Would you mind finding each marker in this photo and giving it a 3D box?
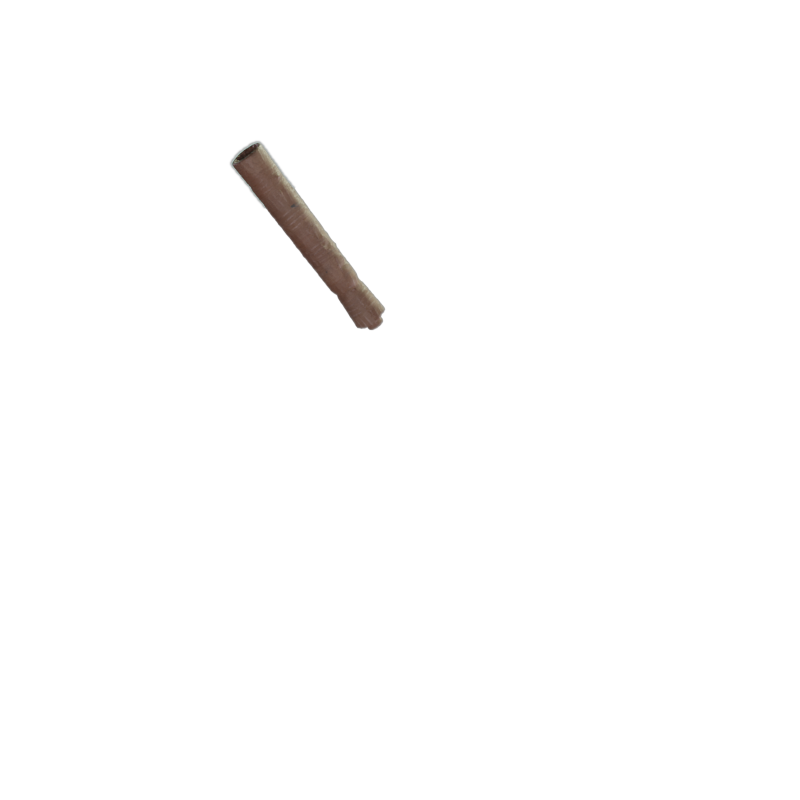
[{"bbox_3d":[-0.046,-0.084,0.585,0.020,0.115,0.021,-33,21,14],"label":"marker"}]
